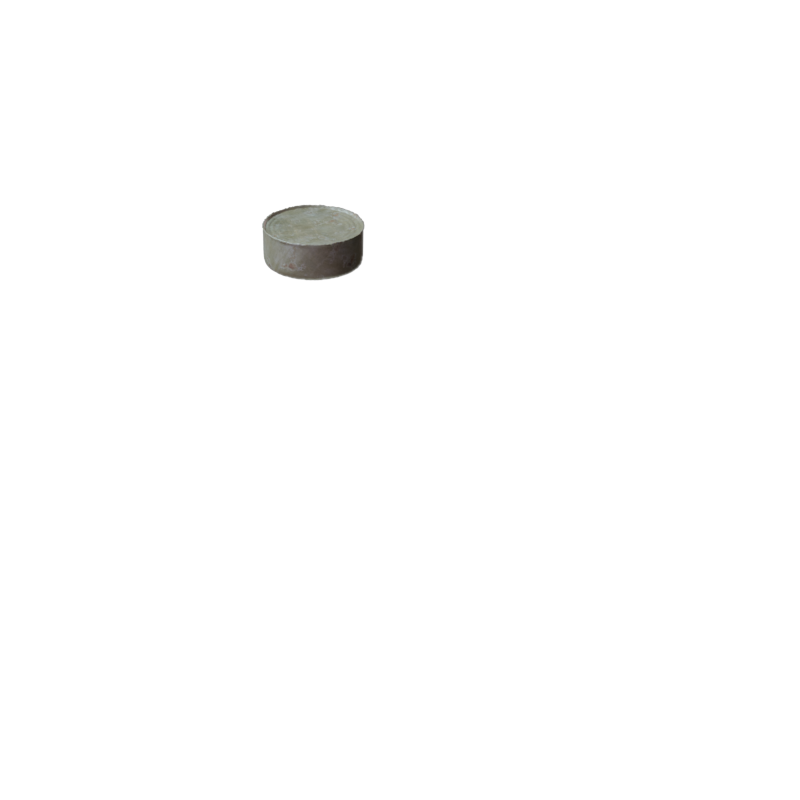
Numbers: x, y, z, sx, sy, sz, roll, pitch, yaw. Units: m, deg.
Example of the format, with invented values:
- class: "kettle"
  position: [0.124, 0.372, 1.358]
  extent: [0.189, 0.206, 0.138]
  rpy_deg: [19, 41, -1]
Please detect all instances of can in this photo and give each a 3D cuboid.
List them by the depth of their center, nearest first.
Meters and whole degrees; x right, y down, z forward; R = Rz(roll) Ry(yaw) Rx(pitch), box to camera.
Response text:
- class: "can"
  position: [-0.073, -0.133, 0.934]
  extent: [0.086, 0.032, 0.091]
  rpy_deg: [-1, 30, -2]
